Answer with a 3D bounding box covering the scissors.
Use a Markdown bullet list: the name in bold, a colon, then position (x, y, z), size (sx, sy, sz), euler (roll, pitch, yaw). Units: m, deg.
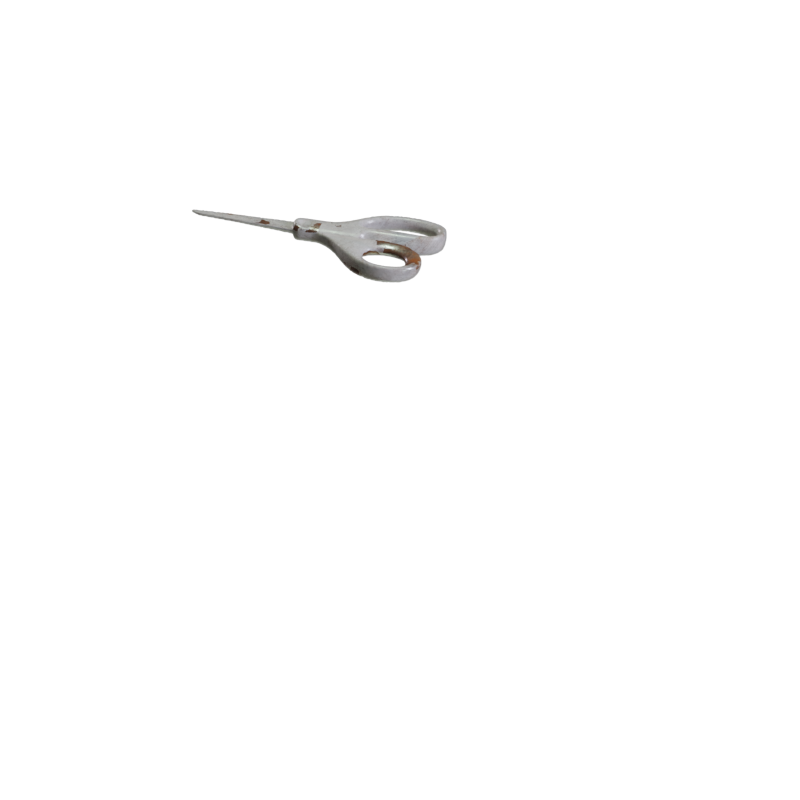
- **scissors**: position (-0.066, -0.120, 0.842), size (0.203, 0.015, 0.102), euler (2, 33, 3)
